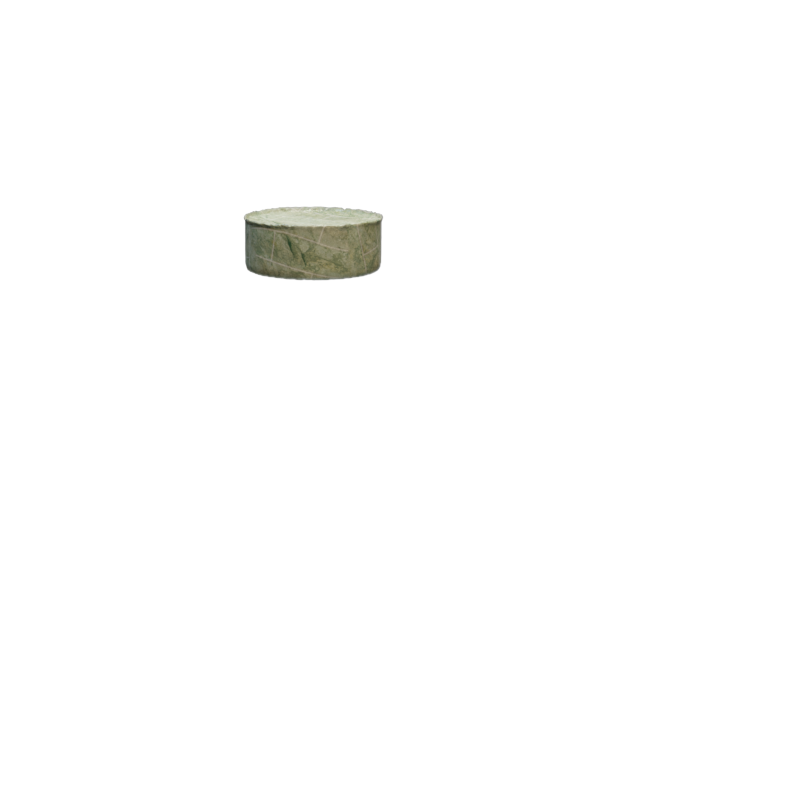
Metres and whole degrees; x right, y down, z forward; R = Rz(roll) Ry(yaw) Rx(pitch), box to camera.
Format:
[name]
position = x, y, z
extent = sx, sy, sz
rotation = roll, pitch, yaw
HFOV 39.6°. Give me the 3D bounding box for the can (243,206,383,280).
[can]
position = -0.054, -0.098, 0.685
extent = 0.086, 0.033, 0.089
rotation = 0, 16, -2
